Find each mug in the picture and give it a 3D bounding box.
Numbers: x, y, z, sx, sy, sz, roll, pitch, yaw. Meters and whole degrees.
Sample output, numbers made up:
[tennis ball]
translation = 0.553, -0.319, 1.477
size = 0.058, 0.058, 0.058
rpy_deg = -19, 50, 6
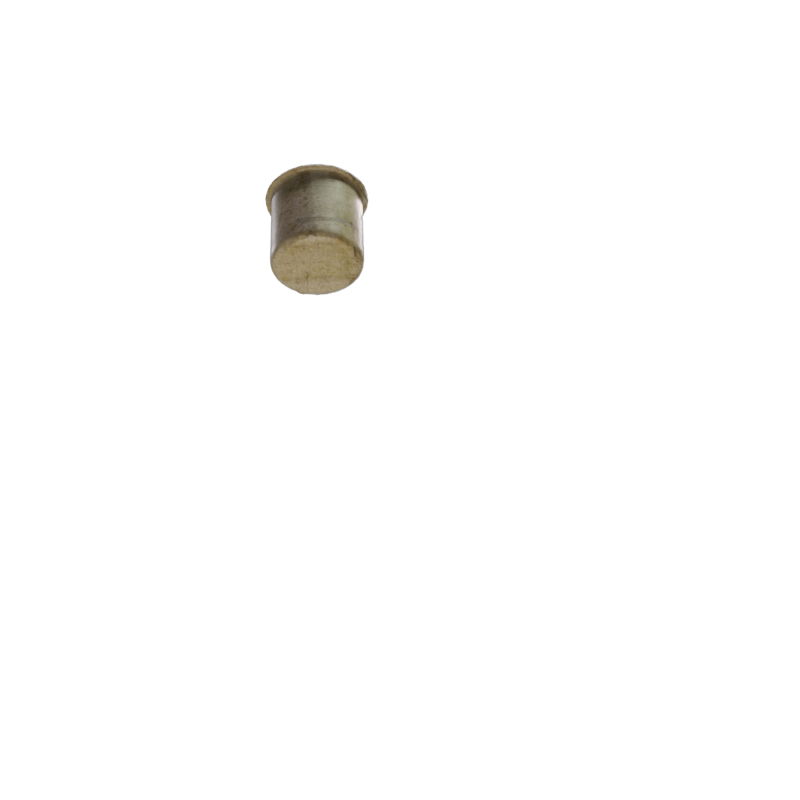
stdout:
[mug]
translation = -0.077, -0.141, 0.986
size = 0.091, 0.087, 0.112
rpy_deg = 10, -39, -15
